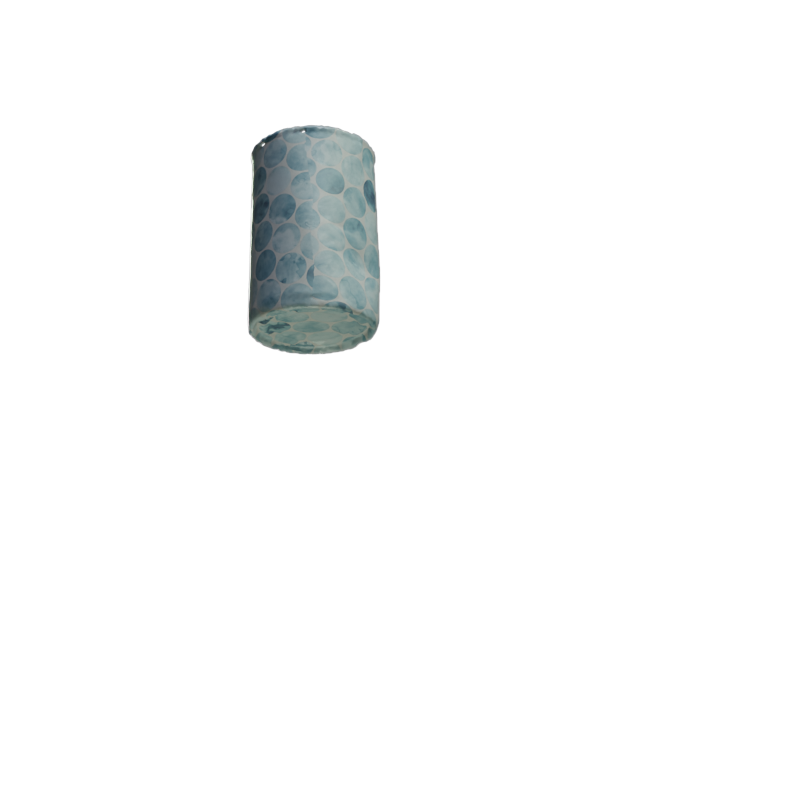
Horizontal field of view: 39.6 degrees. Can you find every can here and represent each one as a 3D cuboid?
[{"bbox_3d":[-0.045,-0.083,0.581,0.068,0.108,0.065,0,-23,-2],"label":"can"}]
